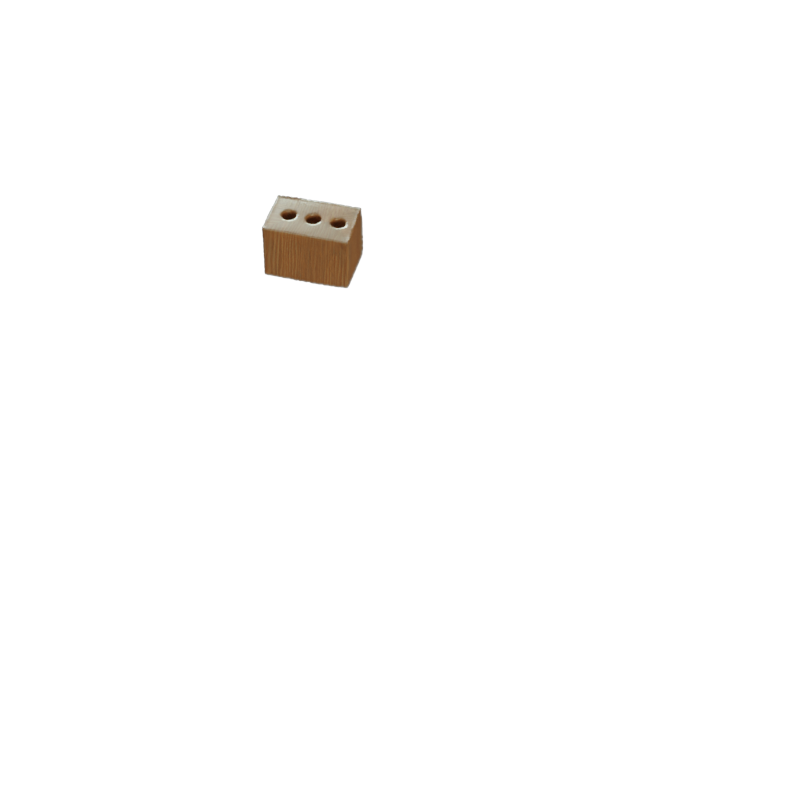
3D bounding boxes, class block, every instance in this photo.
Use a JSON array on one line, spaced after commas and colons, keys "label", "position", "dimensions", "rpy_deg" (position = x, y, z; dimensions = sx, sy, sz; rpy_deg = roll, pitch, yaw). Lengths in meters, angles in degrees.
[{"label": "block", "position": [-0.075, -0.137, 0.959], "dimensions": [0.079, 0.048, 0.055], "rpy_deg": [10, 42, 10]}]
